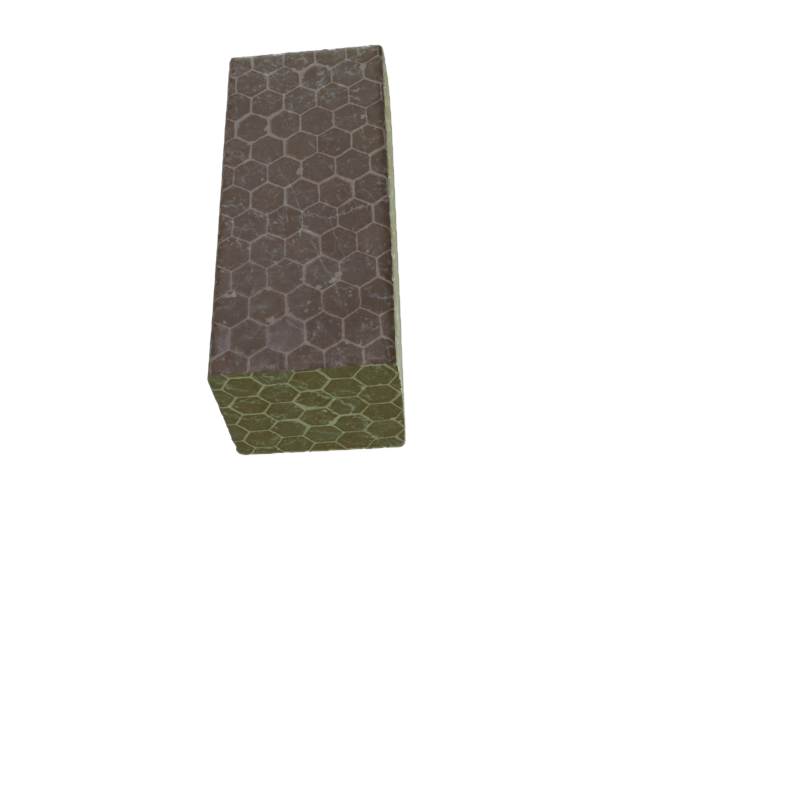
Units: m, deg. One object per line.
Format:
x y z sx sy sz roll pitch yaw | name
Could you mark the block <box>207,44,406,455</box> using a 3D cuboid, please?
-0.047 -0.085 0.601 0.091 0.220 0.084 -4 -33 3 | block
